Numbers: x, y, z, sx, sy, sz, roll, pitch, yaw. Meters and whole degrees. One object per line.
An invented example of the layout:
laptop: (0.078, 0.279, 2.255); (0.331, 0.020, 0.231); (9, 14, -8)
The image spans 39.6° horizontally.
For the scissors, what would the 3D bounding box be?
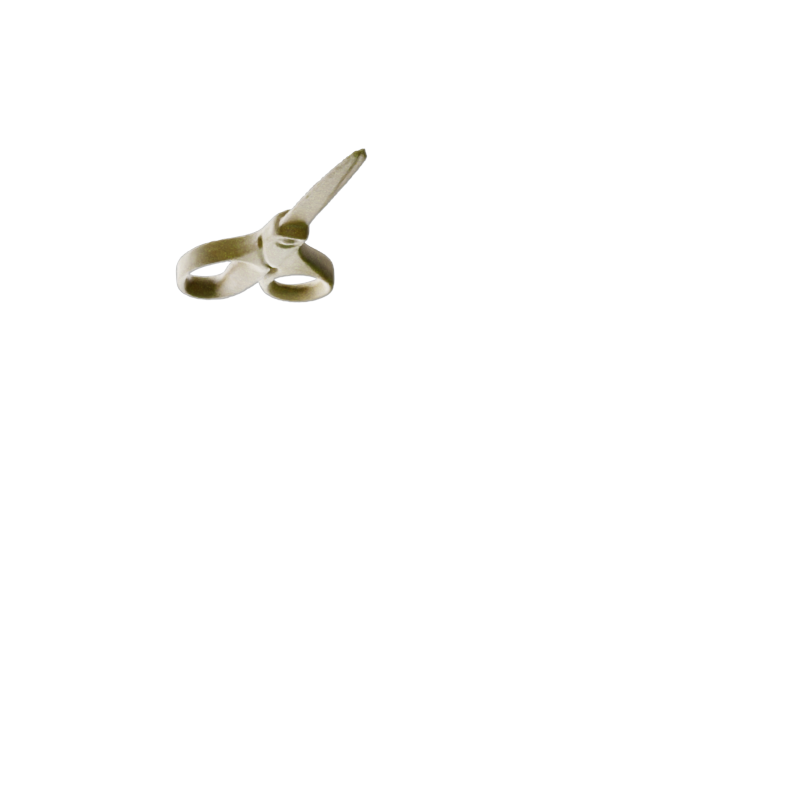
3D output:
scissors: (-0.044, -0.081, 0.565); (0.091, 0.016, 0.204); (10, -16, -37)
